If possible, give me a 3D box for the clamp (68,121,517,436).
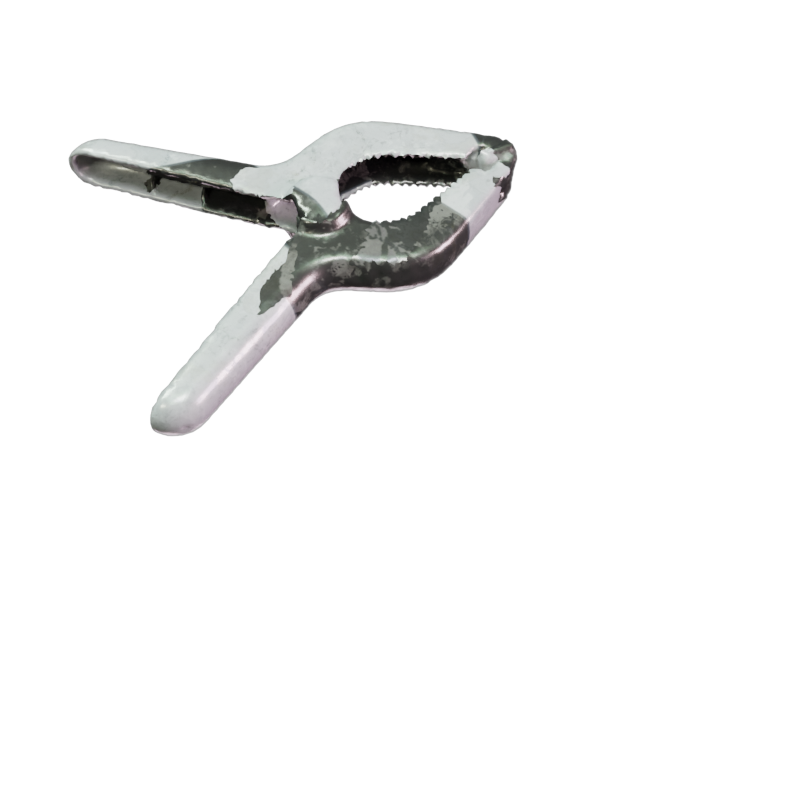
[{"bbox_3d":[-0.040,-0.073,0.513,0.208,0.177,0.034,-12,-33,-8],"label":"clamp"}]
